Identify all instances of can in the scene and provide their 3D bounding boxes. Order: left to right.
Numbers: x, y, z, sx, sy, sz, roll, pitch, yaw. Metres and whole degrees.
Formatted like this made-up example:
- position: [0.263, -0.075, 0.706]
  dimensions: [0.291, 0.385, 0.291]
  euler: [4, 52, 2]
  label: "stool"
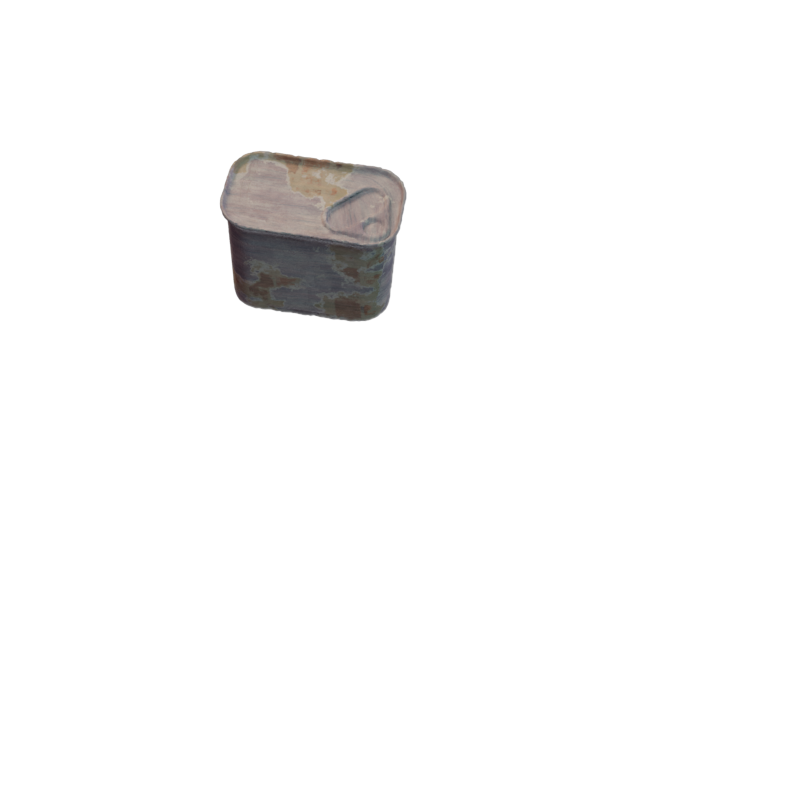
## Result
- position: [-0.051, -0.093, 0.650]
  dimensions: [0.103, 0.061, 0.078]
  euler: [9, -33, 4]
  label: "can"
